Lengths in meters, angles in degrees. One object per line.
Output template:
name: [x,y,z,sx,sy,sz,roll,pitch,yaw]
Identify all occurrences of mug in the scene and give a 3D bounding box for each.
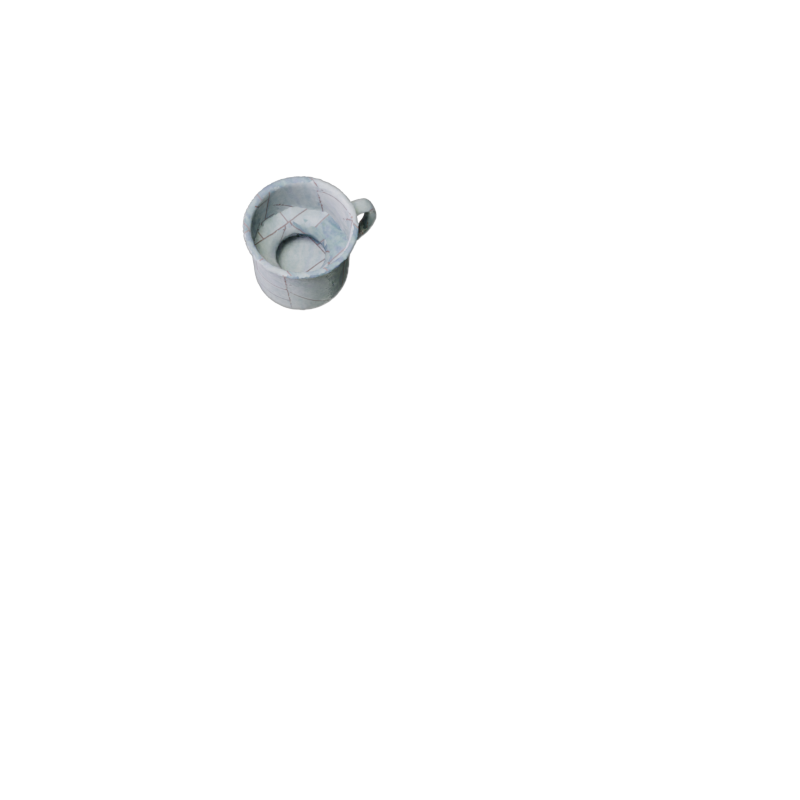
mug: [-0.072,-0.132,0.925,0.117,0.098,0.077,-30,-19,-14]
